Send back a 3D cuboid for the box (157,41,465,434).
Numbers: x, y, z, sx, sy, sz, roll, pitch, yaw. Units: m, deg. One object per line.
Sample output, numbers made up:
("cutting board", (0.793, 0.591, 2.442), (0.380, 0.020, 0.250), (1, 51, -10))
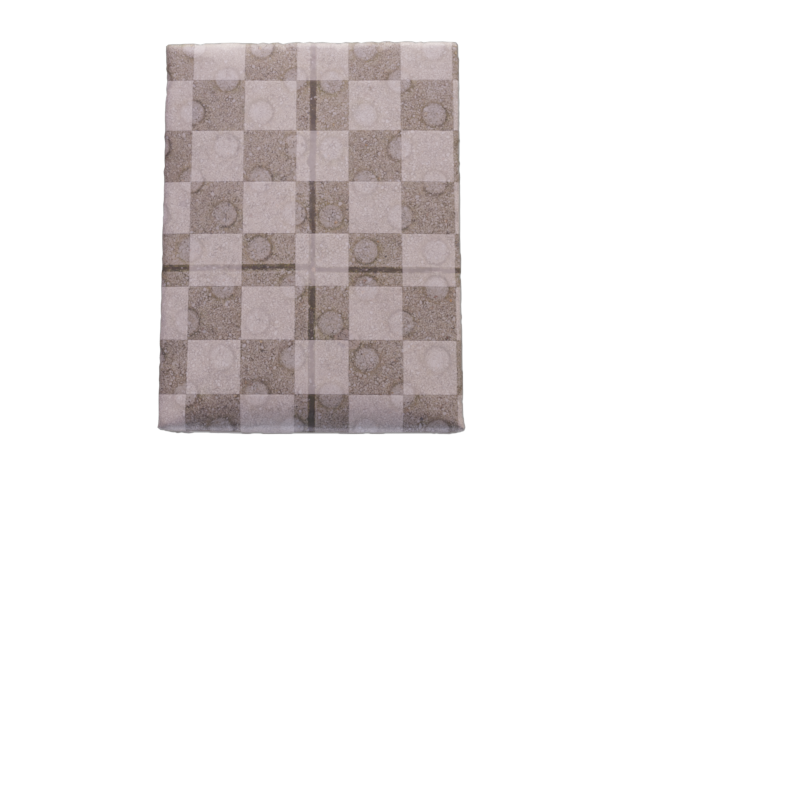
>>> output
("box", (-0.049, -0.089, 0.626), (0.164, 0.218, 0.070), (0, -8, 0))
